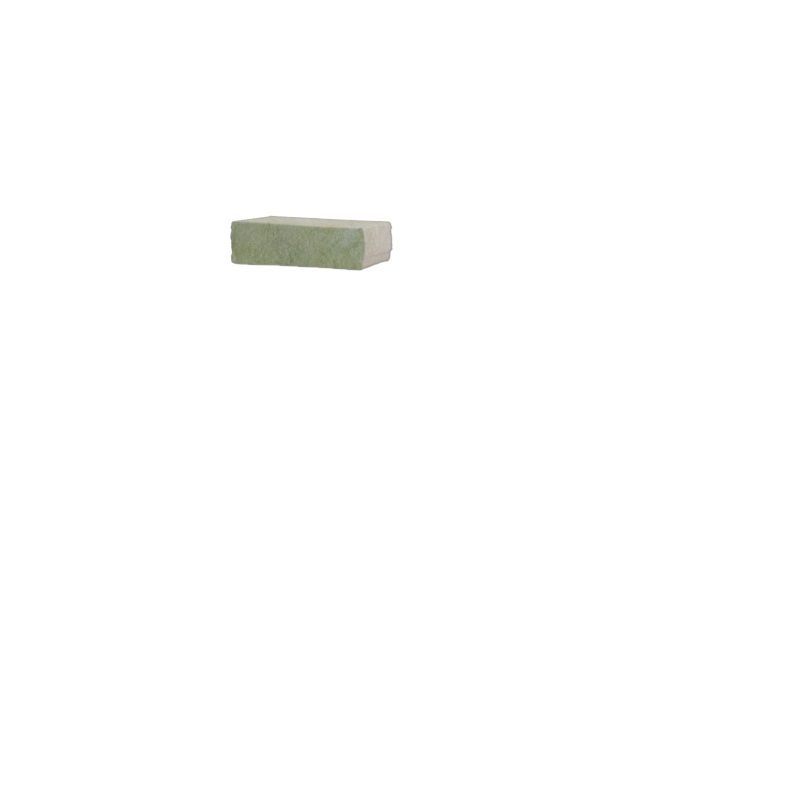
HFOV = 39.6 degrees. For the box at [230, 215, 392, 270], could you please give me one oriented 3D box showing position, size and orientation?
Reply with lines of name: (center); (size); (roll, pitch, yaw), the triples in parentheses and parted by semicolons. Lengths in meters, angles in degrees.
box: (-0.071, -0.130, 0.910); (0.116, 0.038, 0.089); (3, 10, 16)
